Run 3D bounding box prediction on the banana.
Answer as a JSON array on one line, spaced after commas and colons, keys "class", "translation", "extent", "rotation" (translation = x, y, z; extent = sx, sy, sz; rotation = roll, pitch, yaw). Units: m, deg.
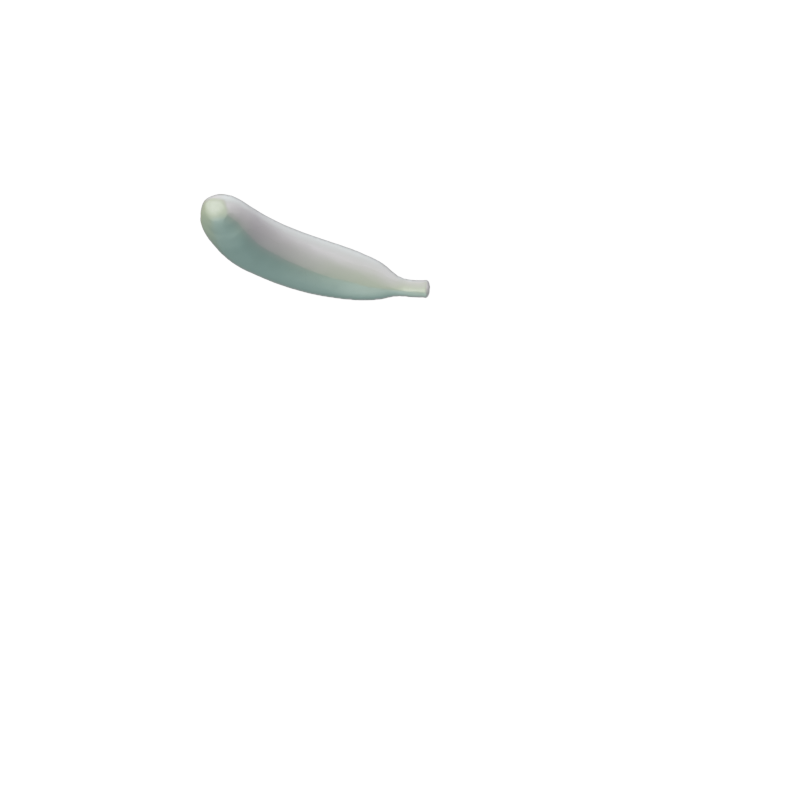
[{"class": "banana", "translation": [-0.067, -0.098, 0.724], "extent": [0.071, 0.038, 0.187], "rotation": [-14, -19, 42]}]
